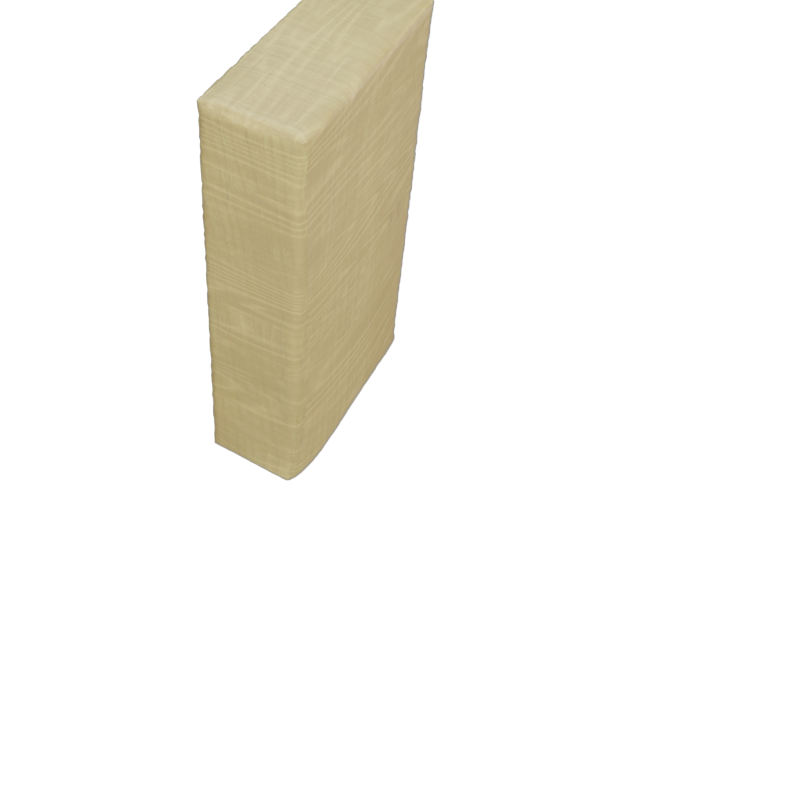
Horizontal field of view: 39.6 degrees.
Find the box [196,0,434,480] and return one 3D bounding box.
[{"bbox_3d":[-0.033,-0.059,0.413,0.050,0.164,0.096,21,49,16],"label":"box"}]
